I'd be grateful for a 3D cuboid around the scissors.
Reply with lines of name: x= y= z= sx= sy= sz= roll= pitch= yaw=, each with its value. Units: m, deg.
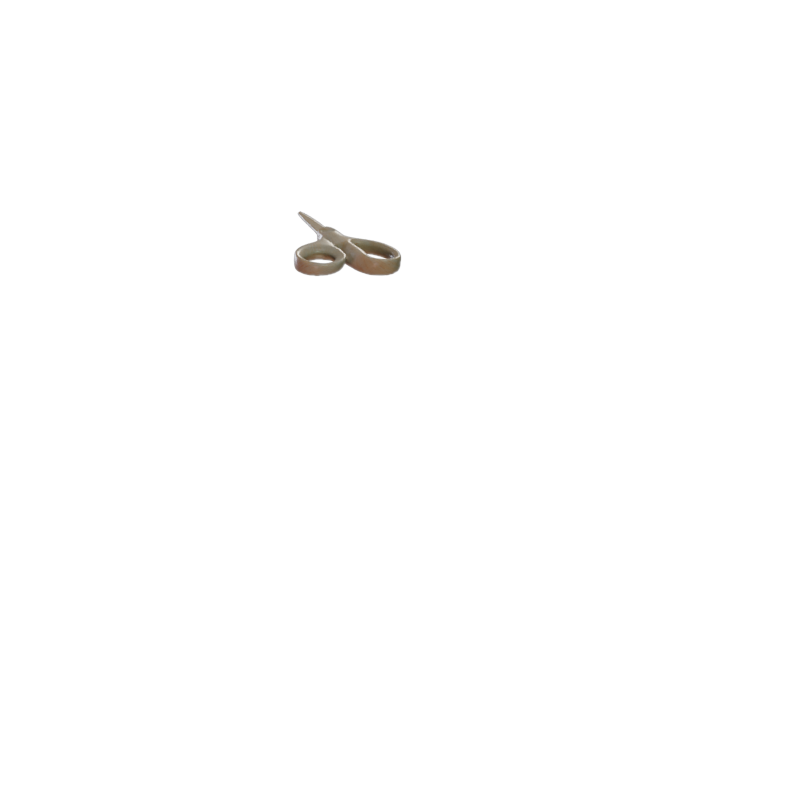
scissors: x=-0.076 y=-0.139 z=0.972 sx=0.094 sy=0.015 sz=0.215 roll=-13 pitch=25 yaw=-30
